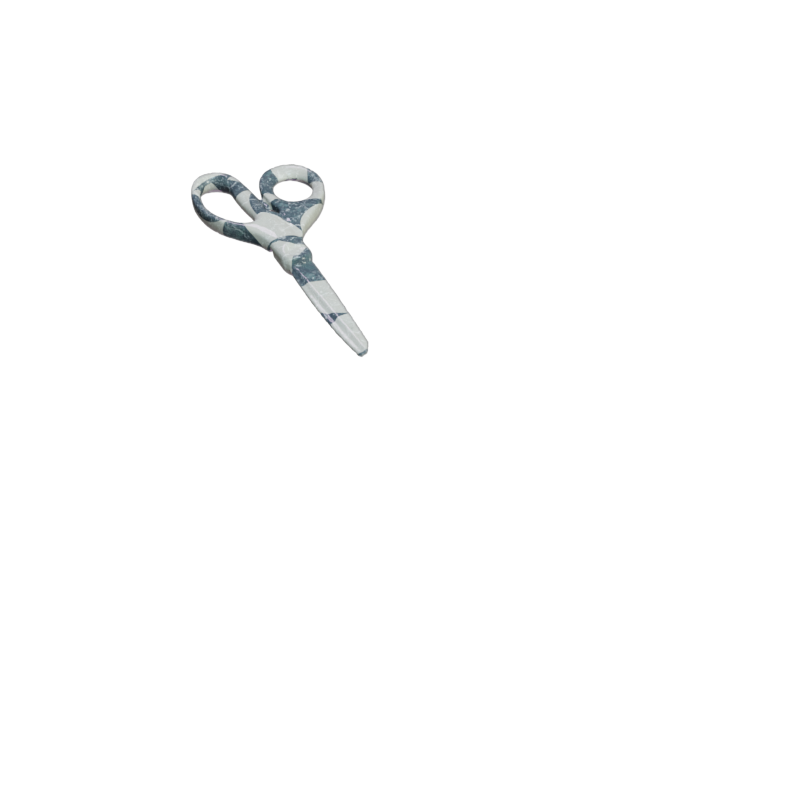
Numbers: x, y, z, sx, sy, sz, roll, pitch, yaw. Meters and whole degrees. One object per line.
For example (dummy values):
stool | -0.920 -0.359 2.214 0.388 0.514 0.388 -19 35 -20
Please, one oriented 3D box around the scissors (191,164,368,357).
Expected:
scissors | -0.054 -0.099 0.691 0.096 0.015 0.217 -28 48 -29
